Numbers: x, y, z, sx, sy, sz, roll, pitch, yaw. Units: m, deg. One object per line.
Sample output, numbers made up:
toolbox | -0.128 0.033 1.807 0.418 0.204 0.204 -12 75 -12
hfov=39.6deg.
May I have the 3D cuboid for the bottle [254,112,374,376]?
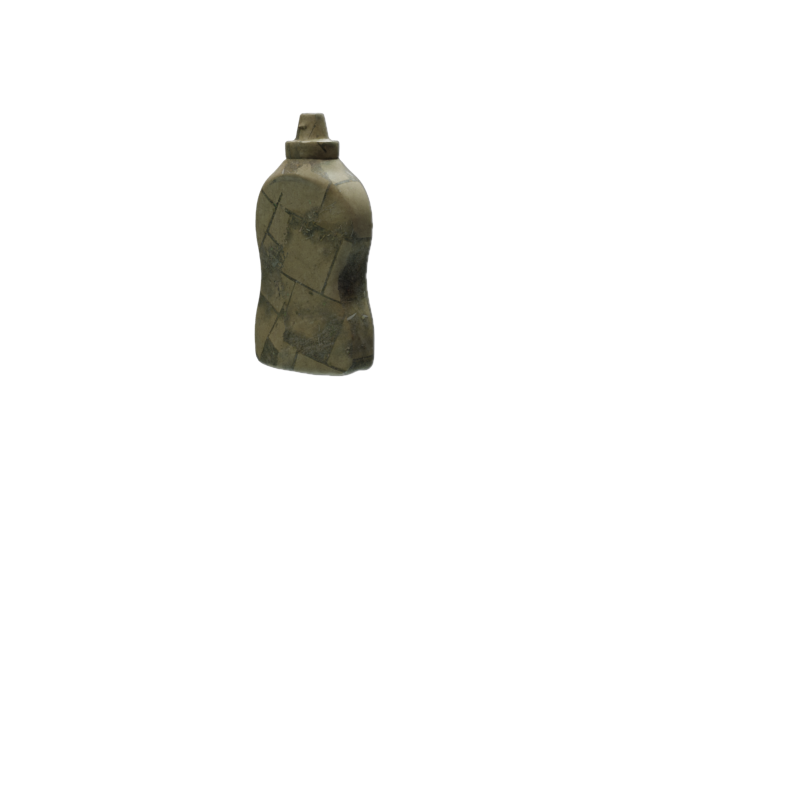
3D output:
bottle | -0.065 -0.119 0.831 0.100 0.189 0.057 6 8 38
